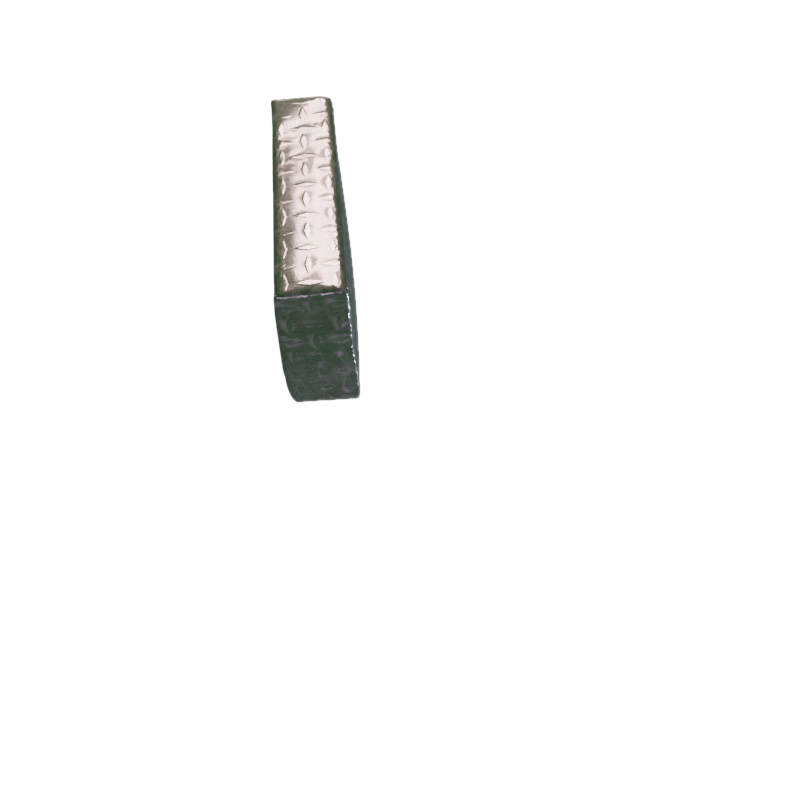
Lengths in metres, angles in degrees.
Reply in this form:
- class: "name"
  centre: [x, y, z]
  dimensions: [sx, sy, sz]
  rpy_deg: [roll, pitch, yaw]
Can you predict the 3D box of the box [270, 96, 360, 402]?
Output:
- class: "box"
  centre: [-0.052, -0.095, 0.668]
  dimensions: [0.048, 0.189, 0.087]
  rpy_deg: [-4, -42, 0]
